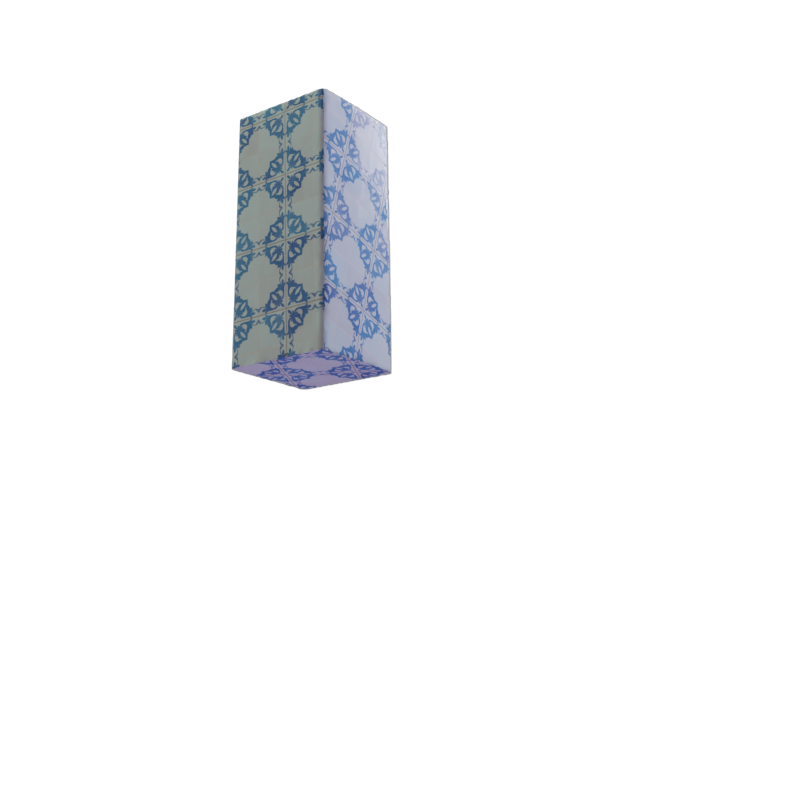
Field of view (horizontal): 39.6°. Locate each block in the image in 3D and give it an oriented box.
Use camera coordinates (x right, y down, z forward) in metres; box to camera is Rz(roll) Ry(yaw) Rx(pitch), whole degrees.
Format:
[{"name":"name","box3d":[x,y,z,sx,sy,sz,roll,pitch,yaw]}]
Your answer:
[{"name":"block","box3d":[-0.067,-0.123,0.861,0.092,0.216,0.085,-15,-23,34]}]
